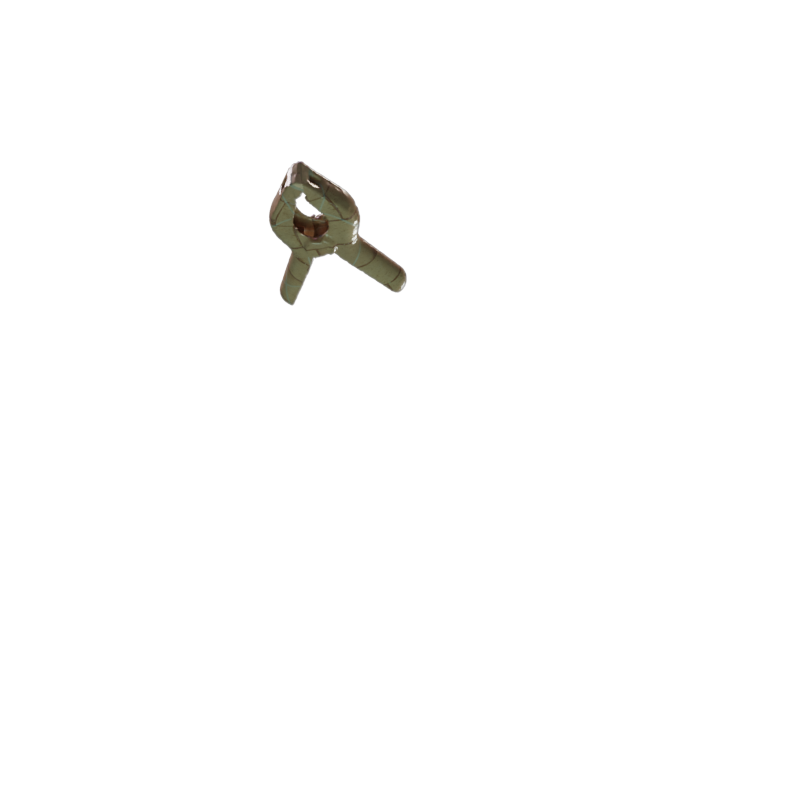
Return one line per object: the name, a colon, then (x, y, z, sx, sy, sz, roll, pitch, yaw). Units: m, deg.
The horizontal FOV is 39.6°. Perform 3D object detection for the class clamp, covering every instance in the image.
clamp: (-0.078, -0.142, 0.992, 0.121, 0.042, 0.158, -16, -44, 17)
